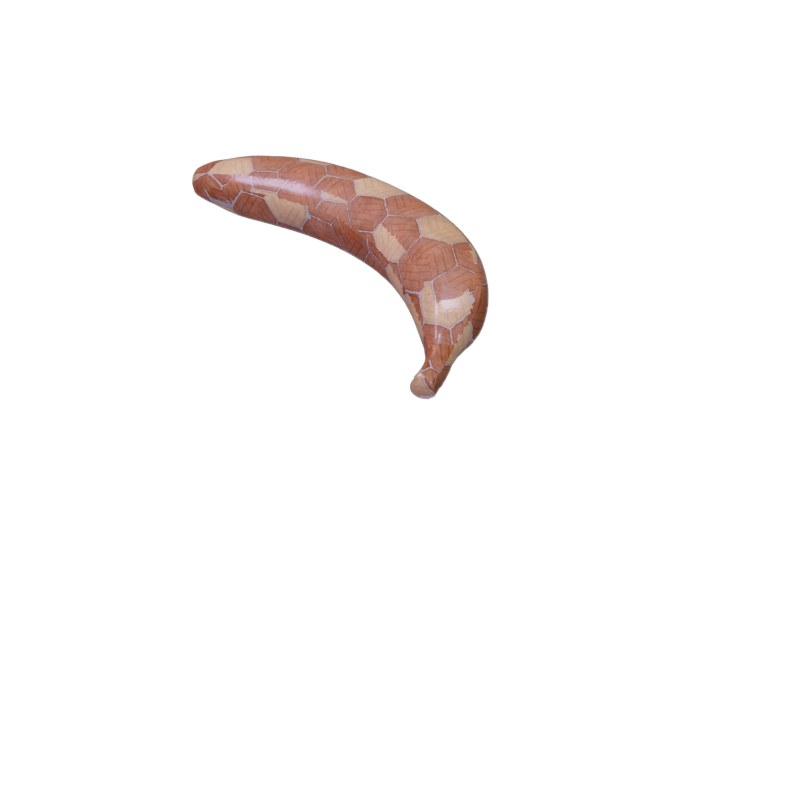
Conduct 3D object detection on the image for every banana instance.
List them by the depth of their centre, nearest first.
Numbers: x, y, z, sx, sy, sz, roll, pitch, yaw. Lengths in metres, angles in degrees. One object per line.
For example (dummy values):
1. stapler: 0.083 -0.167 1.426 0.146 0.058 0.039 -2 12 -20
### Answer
1. banana: -0.021 -0.074 0.498 0.069 0.034 0.213 -20 40 -27
